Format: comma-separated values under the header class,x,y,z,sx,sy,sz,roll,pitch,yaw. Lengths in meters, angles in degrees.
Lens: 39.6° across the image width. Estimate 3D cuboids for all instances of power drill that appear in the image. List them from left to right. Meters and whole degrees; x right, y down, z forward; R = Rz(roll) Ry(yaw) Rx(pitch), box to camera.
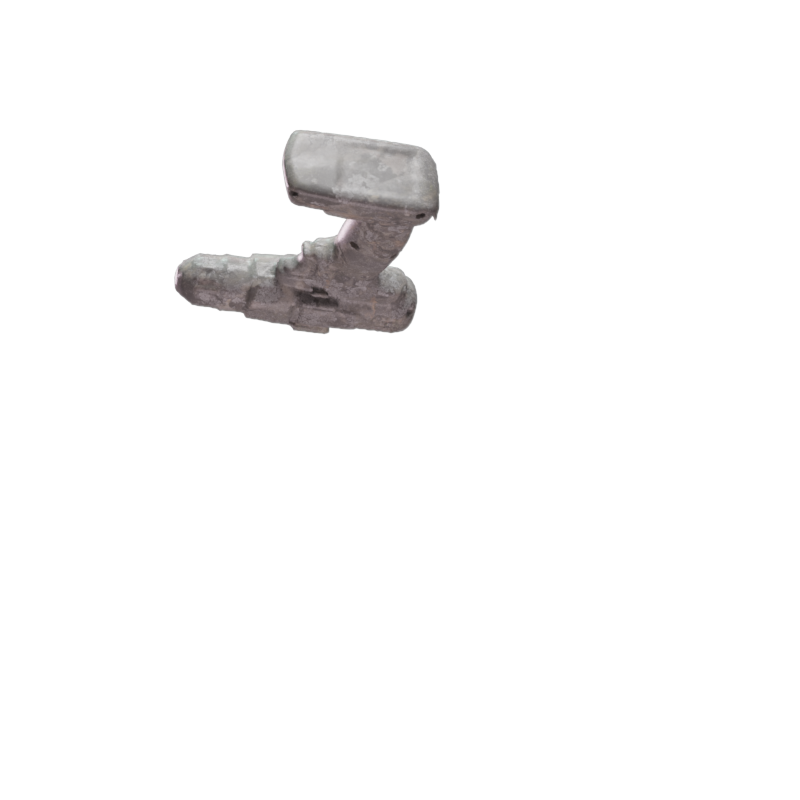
class,x,y,z,sx,sy,sz,roll,pitch,yaw
power drill,-0.061,-0.112,0.785,0.181,0.061,0.180,6,-27,-12
